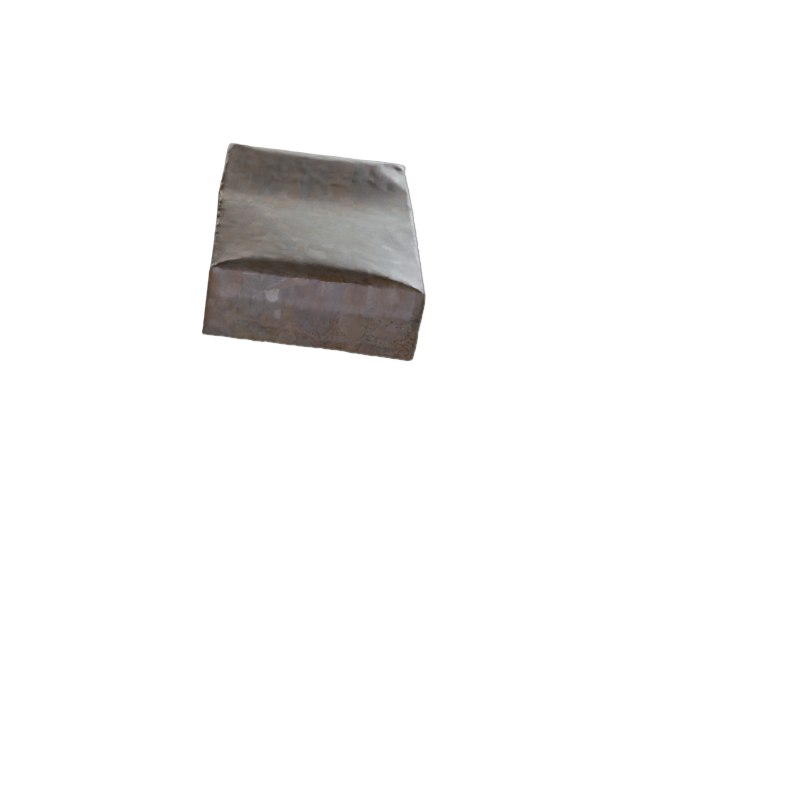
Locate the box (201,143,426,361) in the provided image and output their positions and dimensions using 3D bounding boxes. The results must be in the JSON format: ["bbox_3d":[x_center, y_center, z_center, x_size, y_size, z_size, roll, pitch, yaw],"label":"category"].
[{"bbox_3d":[-0.071,-0.130,0.909,0.163,0.068,0.228,6,36,-7],"label":"box"}]
